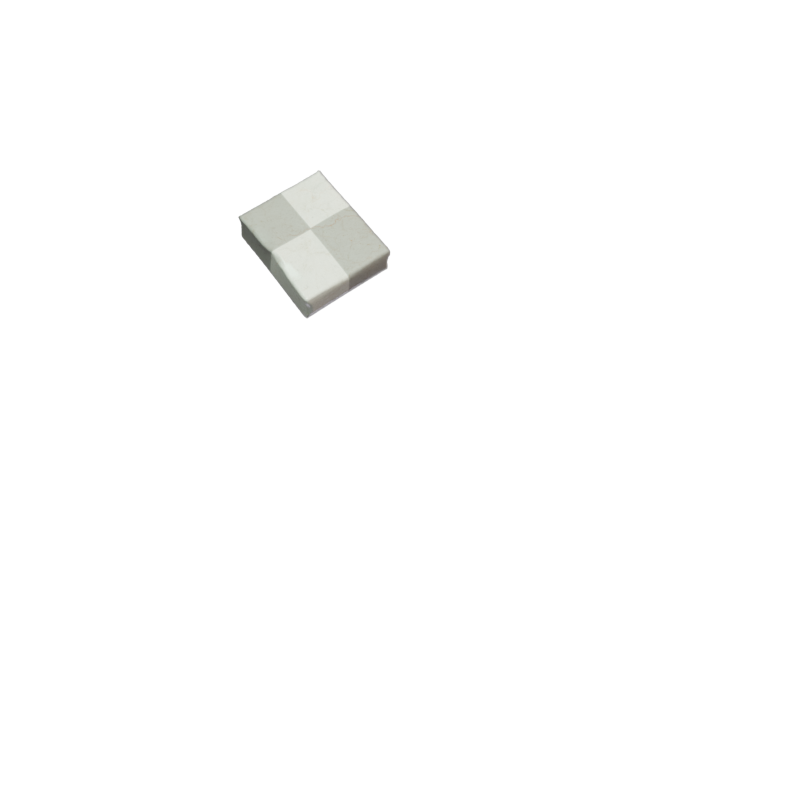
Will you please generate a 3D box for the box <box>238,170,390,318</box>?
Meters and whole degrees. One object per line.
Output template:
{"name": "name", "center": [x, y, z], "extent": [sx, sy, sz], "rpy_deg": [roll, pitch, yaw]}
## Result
{"name": "box", "center": [-0.063, -0.114, 0.801], "extent": [0.073, 0.095, 0.028], "rpy_deg": [-32, -25, -17]}
